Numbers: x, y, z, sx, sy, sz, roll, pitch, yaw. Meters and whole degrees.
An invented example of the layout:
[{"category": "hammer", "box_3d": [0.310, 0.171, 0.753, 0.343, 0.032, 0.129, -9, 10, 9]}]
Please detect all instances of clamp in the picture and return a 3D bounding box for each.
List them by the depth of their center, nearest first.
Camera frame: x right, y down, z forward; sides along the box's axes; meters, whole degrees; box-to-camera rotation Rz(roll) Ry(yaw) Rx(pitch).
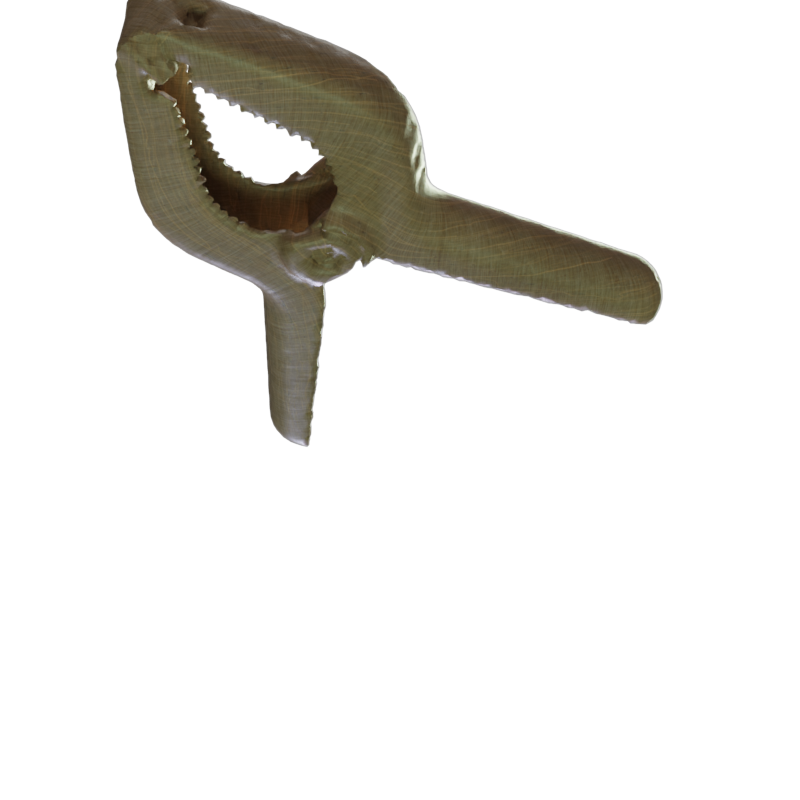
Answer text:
[{"category": "clamp", "box_3d": [-0.030, -0.055, 0.383, 0.164, 0.039, 0.196, -28, -47, 29]}]
